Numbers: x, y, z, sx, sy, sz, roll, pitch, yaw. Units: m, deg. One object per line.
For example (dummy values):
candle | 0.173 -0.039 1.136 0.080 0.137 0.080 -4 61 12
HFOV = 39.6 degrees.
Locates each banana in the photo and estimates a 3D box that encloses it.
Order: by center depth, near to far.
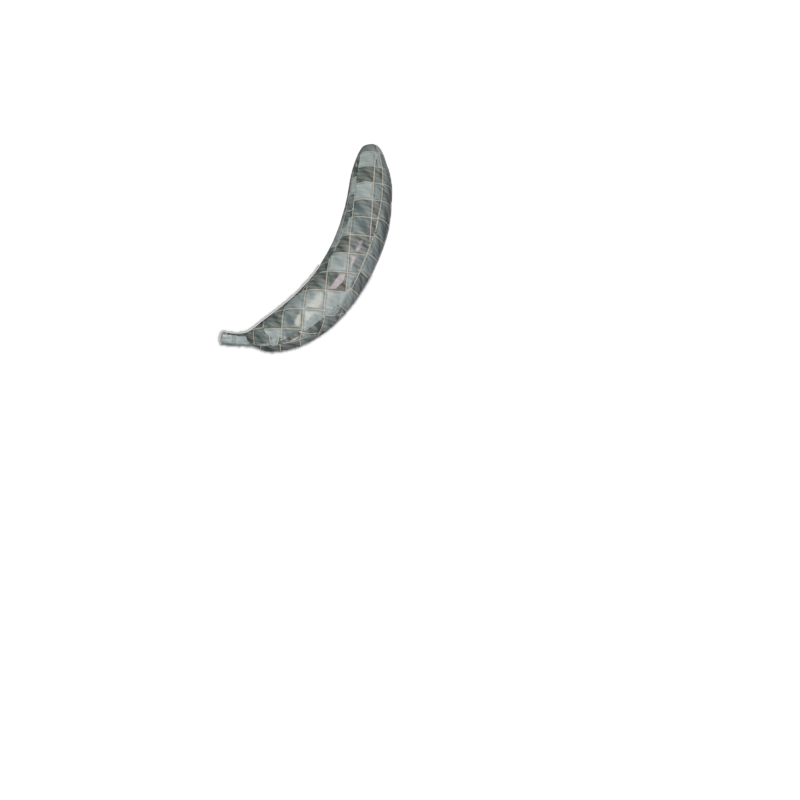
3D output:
banana | -0.053 -0.106 0.834 0.071 0.201 0.035 33 -16 9
